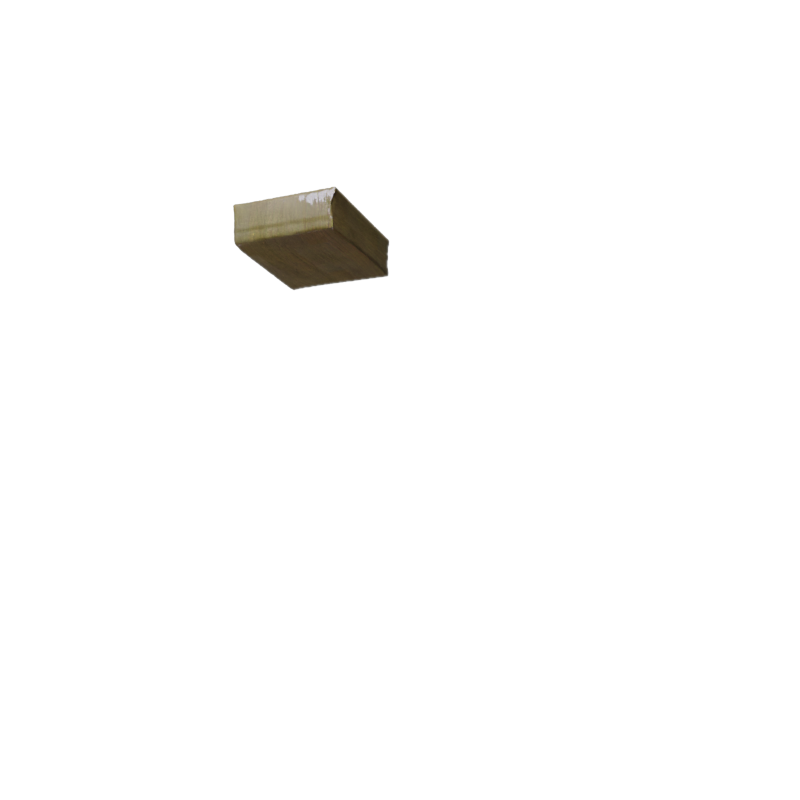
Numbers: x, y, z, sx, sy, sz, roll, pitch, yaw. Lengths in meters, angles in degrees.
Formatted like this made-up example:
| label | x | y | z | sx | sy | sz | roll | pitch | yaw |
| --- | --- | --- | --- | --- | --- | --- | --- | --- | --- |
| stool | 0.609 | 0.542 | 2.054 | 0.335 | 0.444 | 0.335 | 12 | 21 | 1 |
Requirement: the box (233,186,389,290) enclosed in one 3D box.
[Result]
| label | x | y | z | sx | sy | sz | roll | pitch | yaw |
| --- | --- | --- | --- | --- | --- | --- | --- | --- | --- |
| box | -0.070 | -0.127 | 0.892 | 0.092 | 0.041 | 0.106 | -7 | -17 | 22 |
